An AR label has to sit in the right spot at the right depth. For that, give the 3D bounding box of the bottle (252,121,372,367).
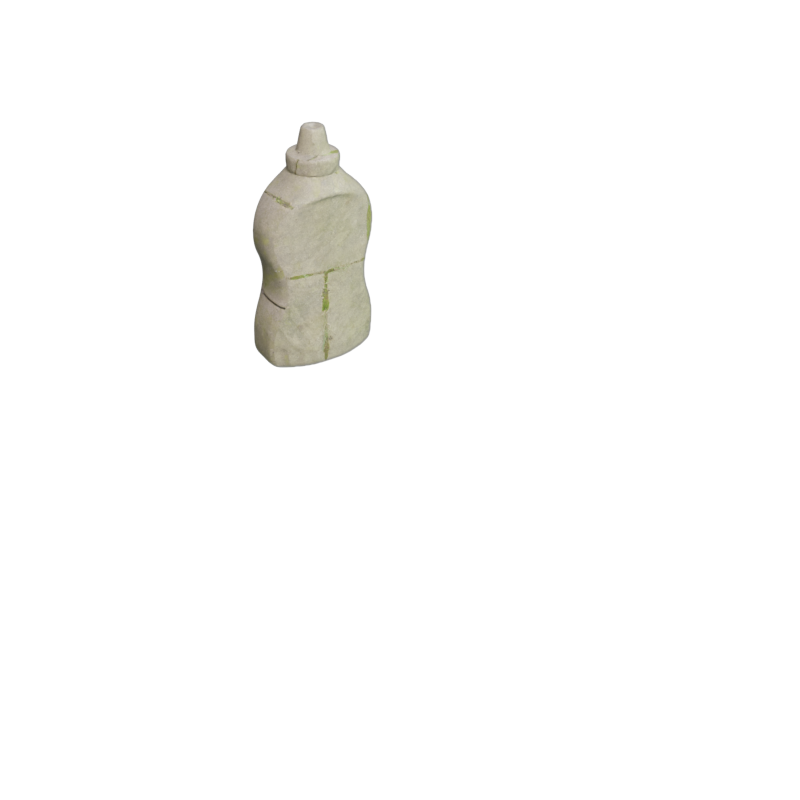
[{"bbox_3d":[-0.068,-0.123,0.861,0.094,0.181,0.063,-15,34,-27],"label":"bottle"}]
